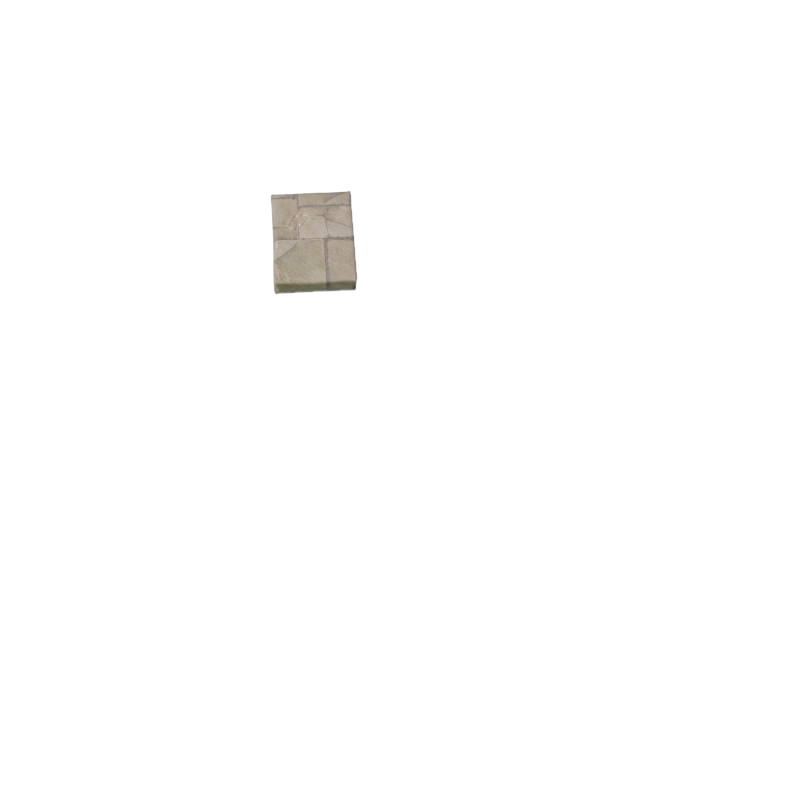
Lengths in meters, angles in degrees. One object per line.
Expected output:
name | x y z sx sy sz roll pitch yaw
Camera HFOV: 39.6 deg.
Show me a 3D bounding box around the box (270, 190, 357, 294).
box | -0.077 -0.141 0.988 0.073 0.094 0.029 -3 -21 -2
